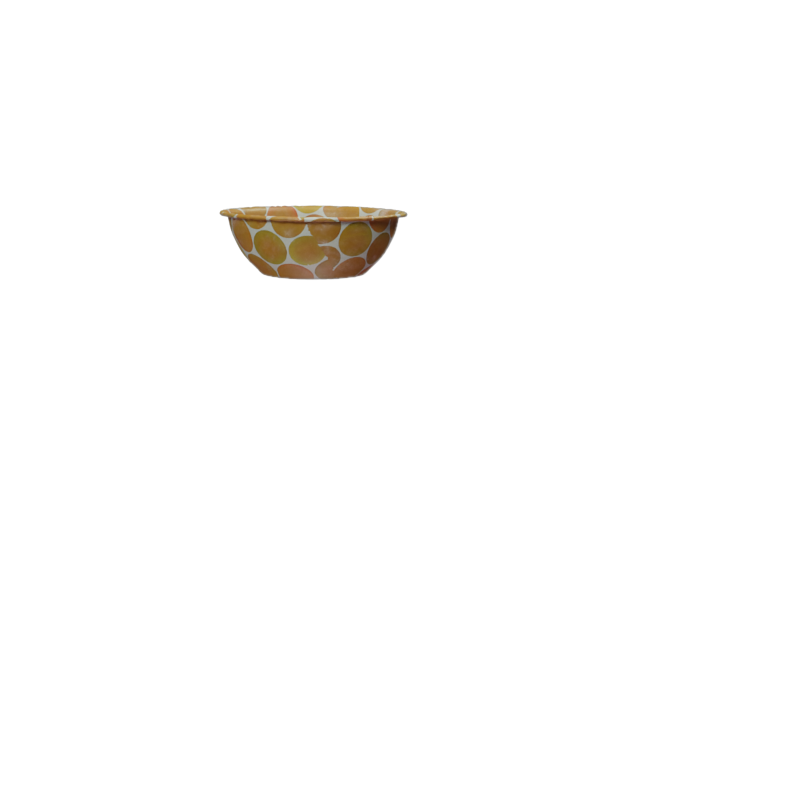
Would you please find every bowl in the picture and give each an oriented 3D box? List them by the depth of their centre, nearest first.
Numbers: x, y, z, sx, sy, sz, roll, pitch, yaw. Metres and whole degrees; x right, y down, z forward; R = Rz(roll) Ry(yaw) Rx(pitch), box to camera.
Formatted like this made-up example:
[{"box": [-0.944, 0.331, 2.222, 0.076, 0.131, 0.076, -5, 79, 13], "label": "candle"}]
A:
[{"box": [-0.075, -0.137, 0.958, 0.162, 0.054, 0.166, 0, 13, -2], "label": "bowl"}]
